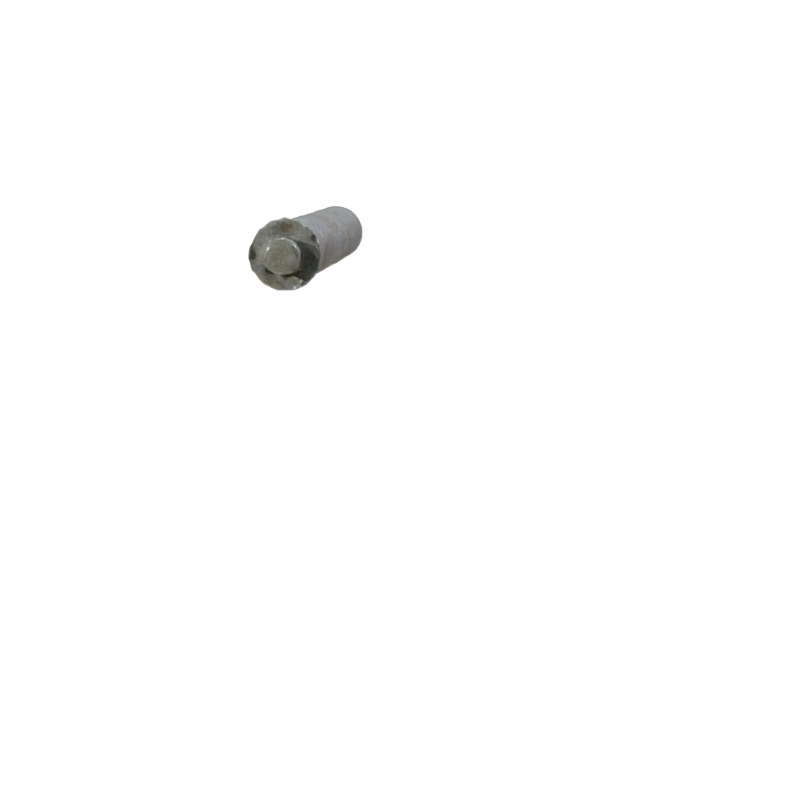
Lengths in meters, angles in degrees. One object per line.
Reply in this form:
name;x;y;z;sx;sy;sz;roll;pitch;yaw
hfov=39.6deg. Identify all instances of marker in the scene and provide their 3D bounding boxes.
marker;-0.026;-0.048;0.337;0.020;0.019;0.122;0;11;4
